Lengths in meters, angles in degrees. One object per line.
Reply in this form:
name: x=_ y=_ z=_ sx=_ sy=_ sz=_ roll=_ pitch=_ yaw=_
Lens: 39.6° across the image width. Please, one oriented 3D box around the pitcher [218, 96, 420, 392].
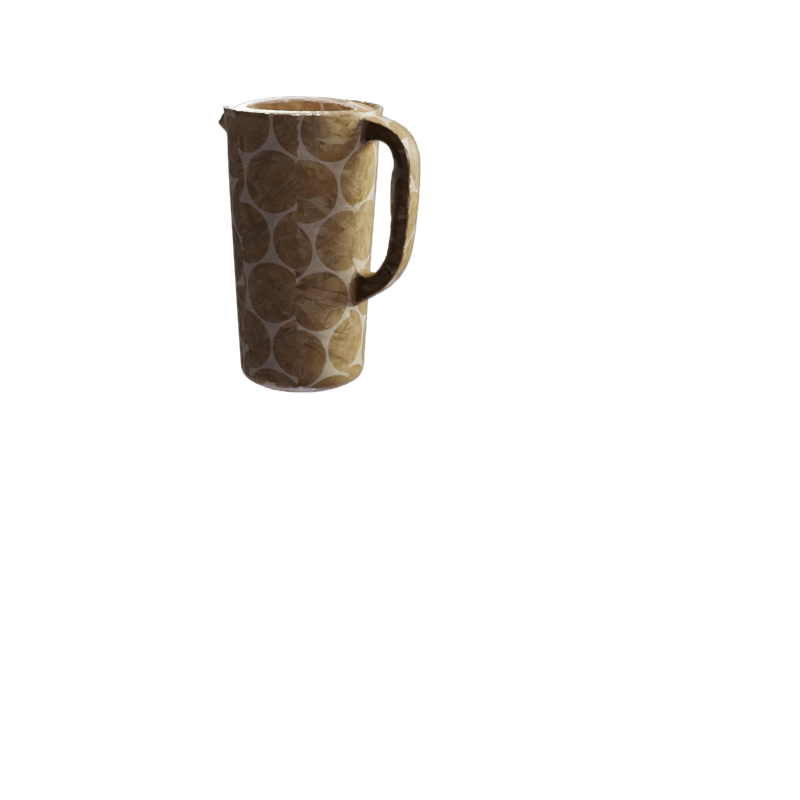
pitcher: x=-0.073 y=-0.134 z=0.937 sx=0.142 sy=0.235 sz=0.157 roll=-4 pitch=16 yaw=-16
